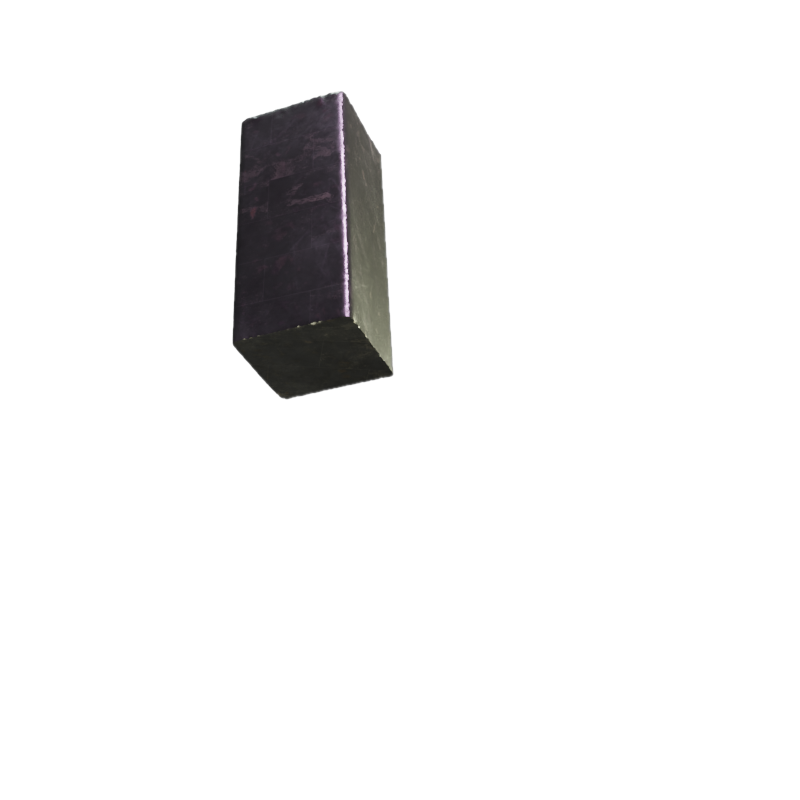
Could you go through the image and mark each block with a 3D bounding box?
[{"bbox_3d":[-0.066,-0.119,0.833,0.092,0.220,0.083,-14,-35,17],"label":"block"}]
